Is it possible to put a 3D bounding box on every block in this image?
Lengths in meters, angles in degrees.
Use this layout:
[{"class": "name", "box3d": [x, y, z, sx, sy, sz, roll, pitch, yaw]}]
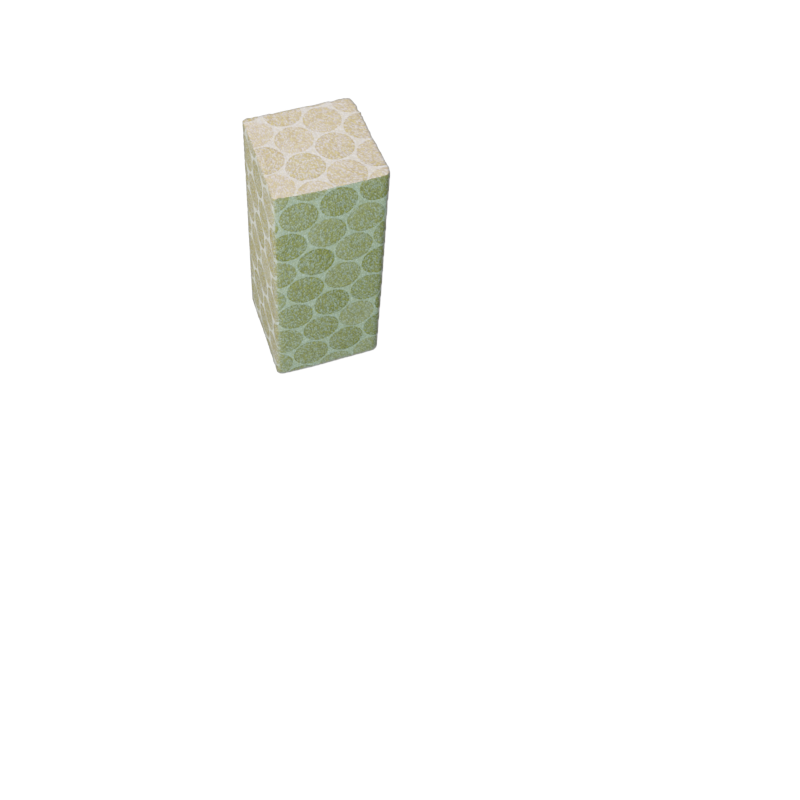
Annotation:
[{"class": "block", "box3d": [-0.068, -0.126, 0.880, 0.089, 0.098, 0.192, -13, -37, -14]}]
